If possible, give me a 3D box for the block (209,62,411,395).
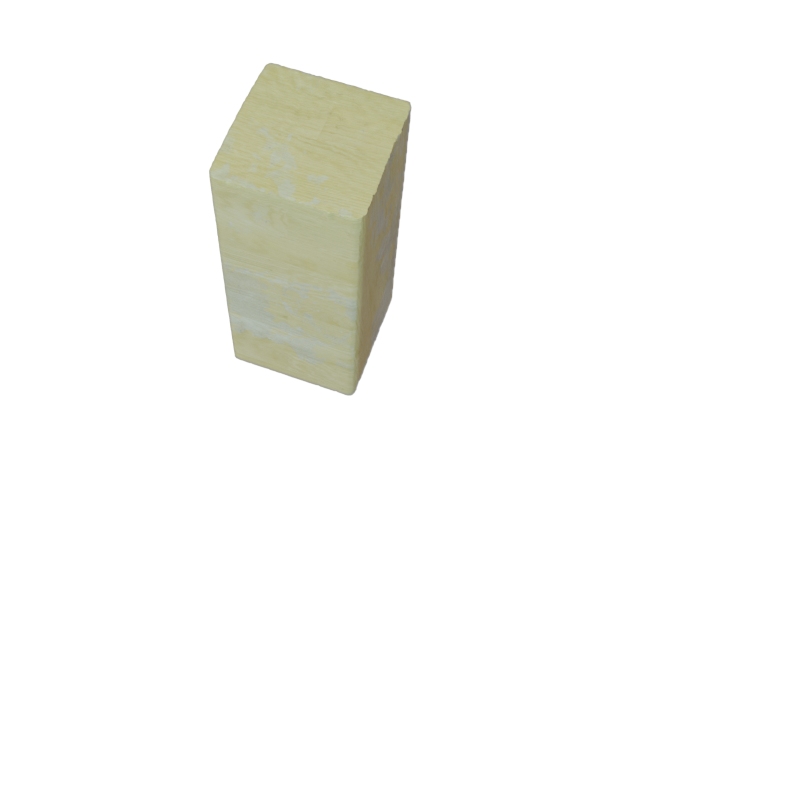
[{"bbox_3d":[-0.054,-0.098,0.688,0.092,0.094,0.194,18,-28,6],"label":"block"}]
